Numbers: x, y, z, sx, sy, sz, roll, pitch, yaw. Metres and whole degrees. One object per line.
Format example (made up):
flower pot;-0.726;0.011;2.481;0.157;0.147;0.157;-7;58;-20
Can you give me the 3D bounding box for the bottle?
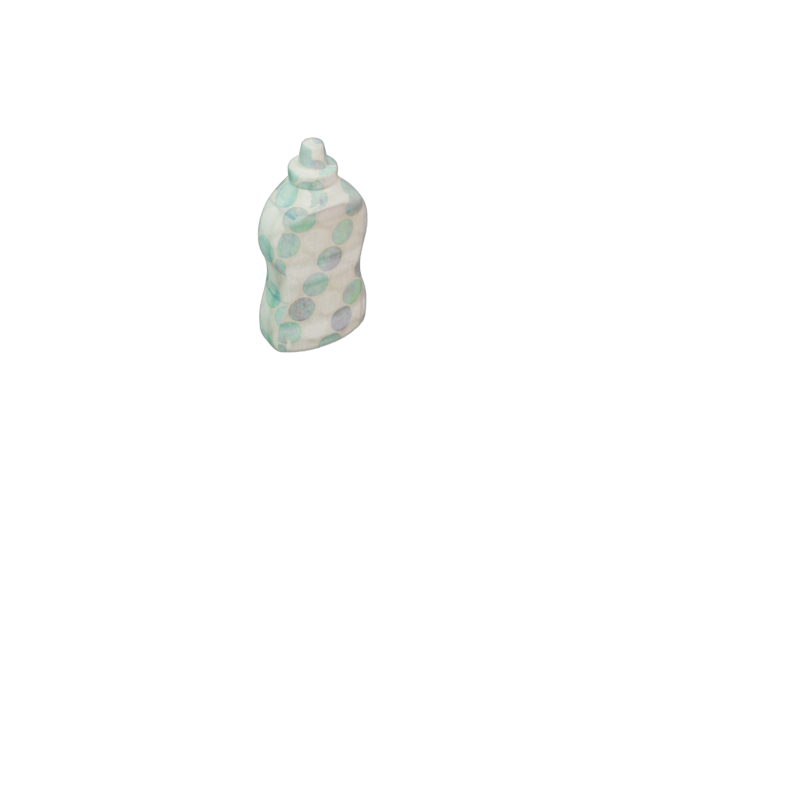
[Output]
bottle;-0.074;-0.134;0.938;0.095;0.179;0.063;-18;43;-25
